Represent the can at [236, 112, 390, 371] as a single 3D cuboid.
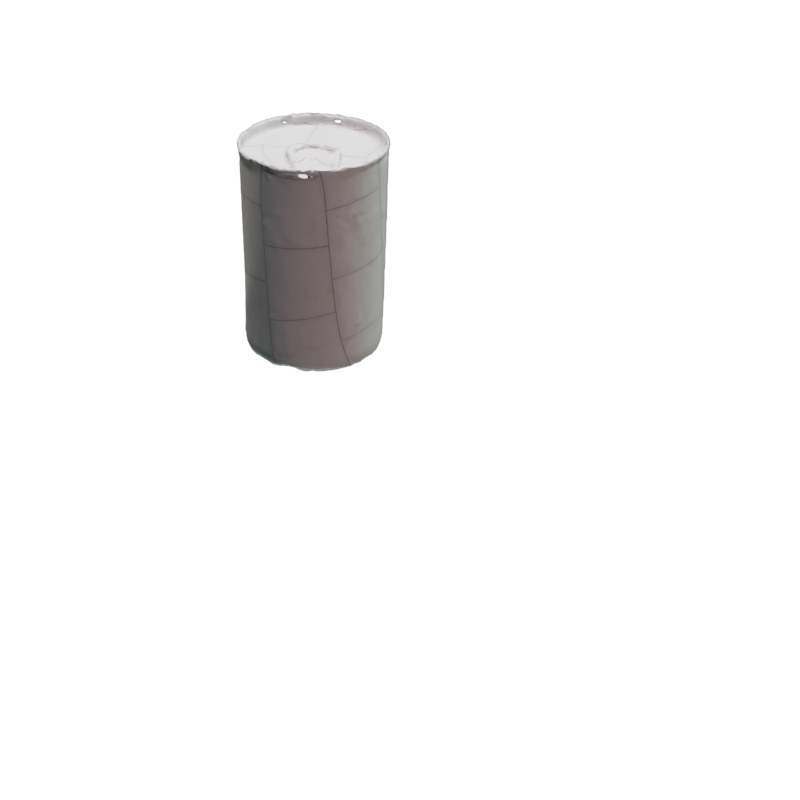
[{"bbox_3d":[-0.040,-0.073,0.513,0.068,0.096,0.073,0,30,-2],"label":"can"}]
